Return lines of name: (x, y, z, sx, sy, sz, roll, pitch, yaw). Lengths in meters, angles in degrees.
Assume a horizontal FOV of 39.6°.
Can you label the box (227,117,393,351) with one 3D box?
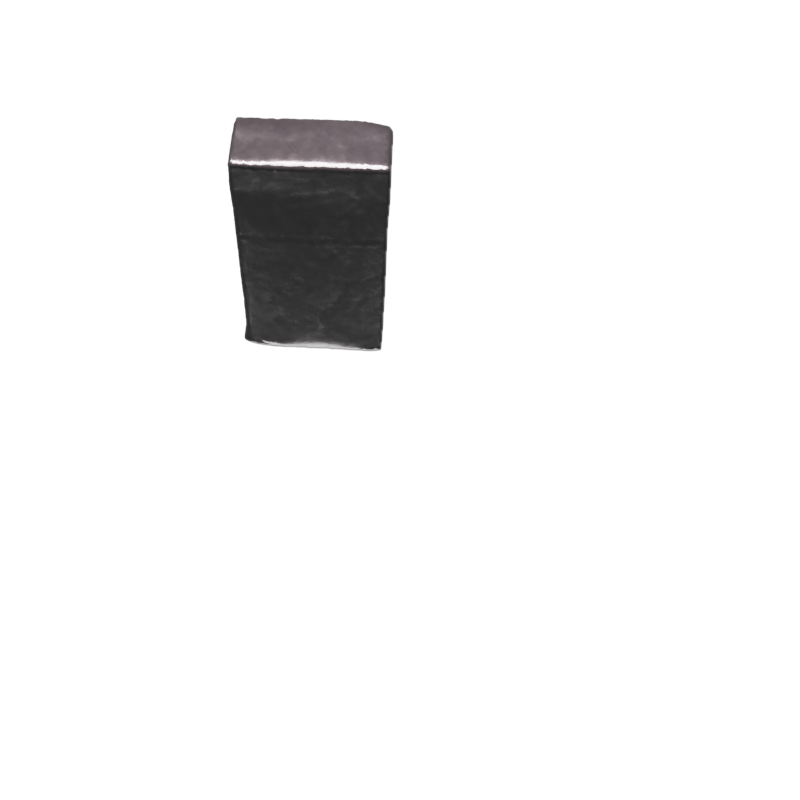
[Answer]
box: (-0.054, -0.098, 0.686, 0.093, 0.051, 0.164, 4, -37, 0)
